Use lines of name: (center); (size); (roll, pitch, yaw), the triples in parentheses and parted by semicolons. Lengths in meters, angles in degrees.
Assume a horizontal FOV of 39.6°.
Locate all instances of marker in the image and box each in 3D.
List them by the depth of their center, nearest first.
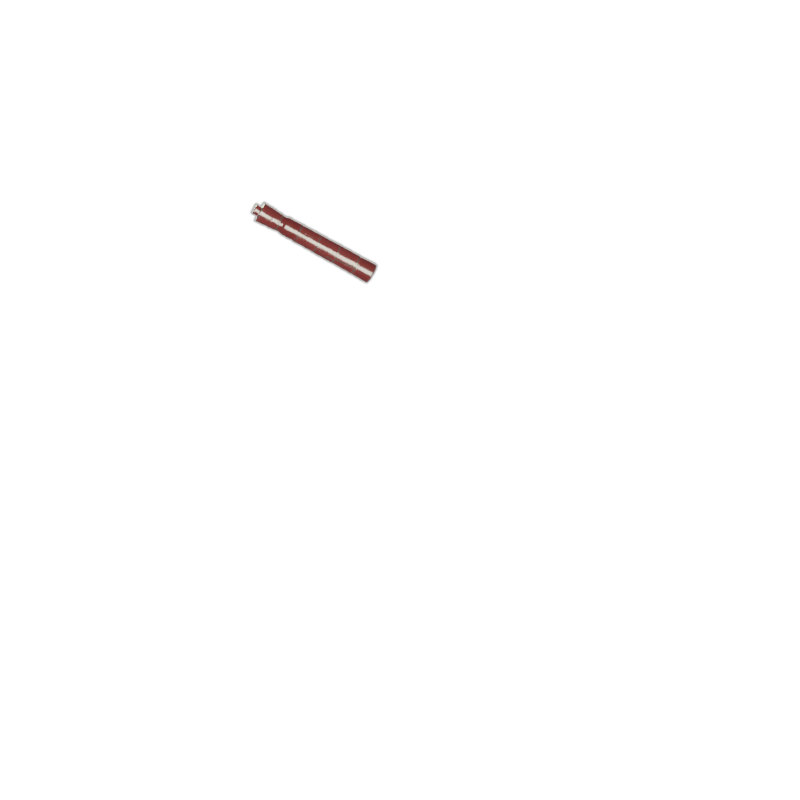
marker: (-0.077, -0.141, 0.986); (0.120, 0.020, 0.020); (29, 1, -4)
